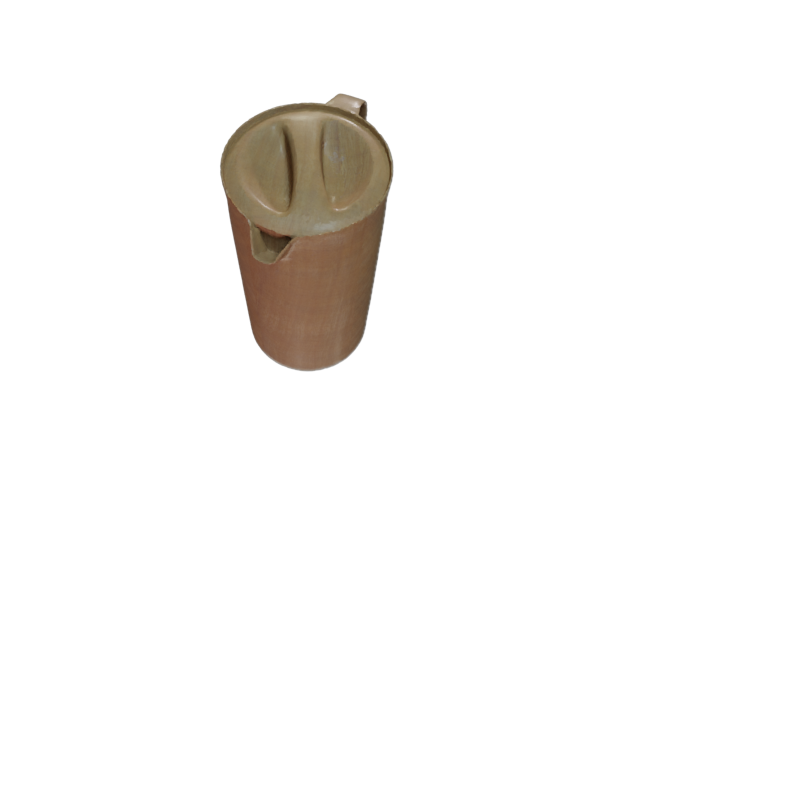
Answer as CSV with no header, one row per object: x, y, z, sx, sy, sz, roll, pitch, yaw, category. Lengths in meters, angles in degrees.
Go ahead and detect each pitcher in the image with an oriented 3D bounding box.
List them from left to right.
-0.074,-0.135,0.948,0.148,0.155,0.228,-20,-27,-14,pitcher
